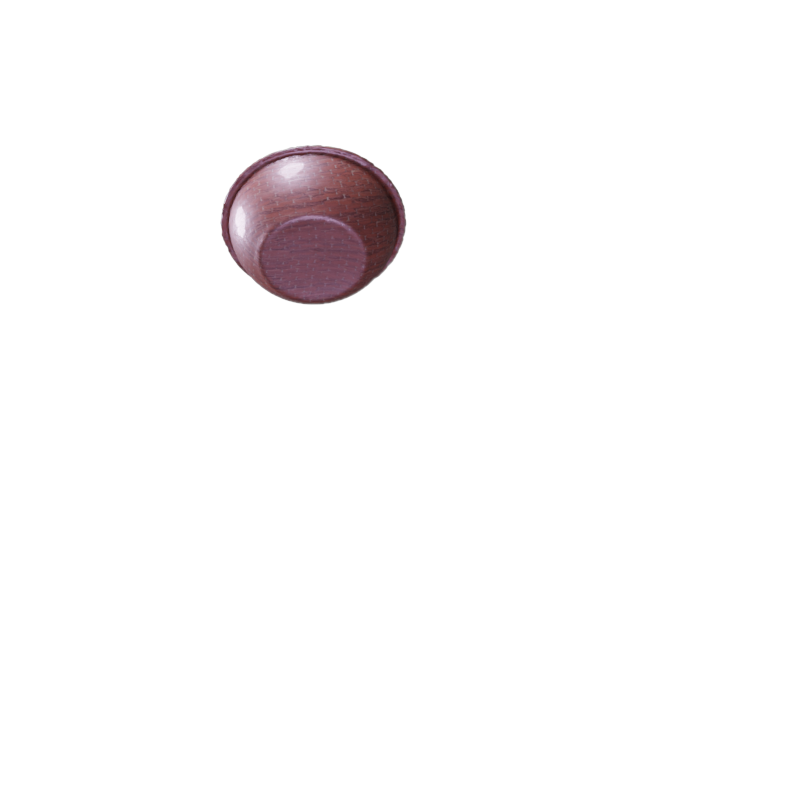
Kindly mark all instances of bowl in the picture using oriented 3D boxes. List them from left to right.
[{"bbox_3d":[-0.074,-0.135,0.946,0.162,0.151,0.059,1,39,-1],"label":"bowl"}]
